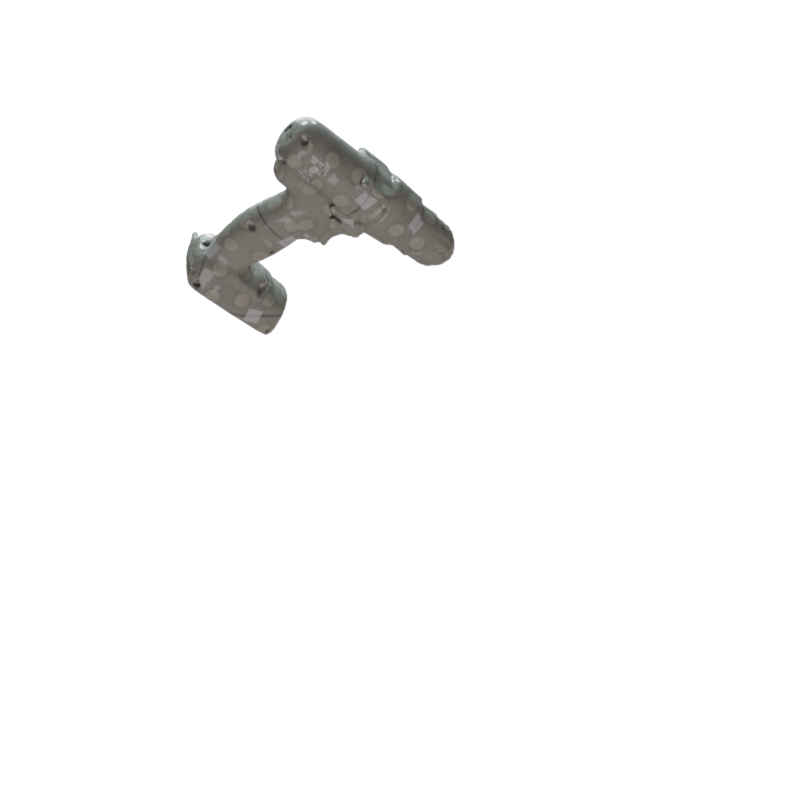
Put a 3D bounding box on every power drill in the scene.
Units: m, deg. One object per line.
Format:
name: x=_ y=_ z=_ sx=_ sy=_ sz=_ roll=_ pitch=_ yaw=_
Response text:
power drill: x=-0.073 y=-0.132 z=0.928 sx=0.186 sy=0.062 sz=0.174 roll=-36 pitch=-56 yaw=28
